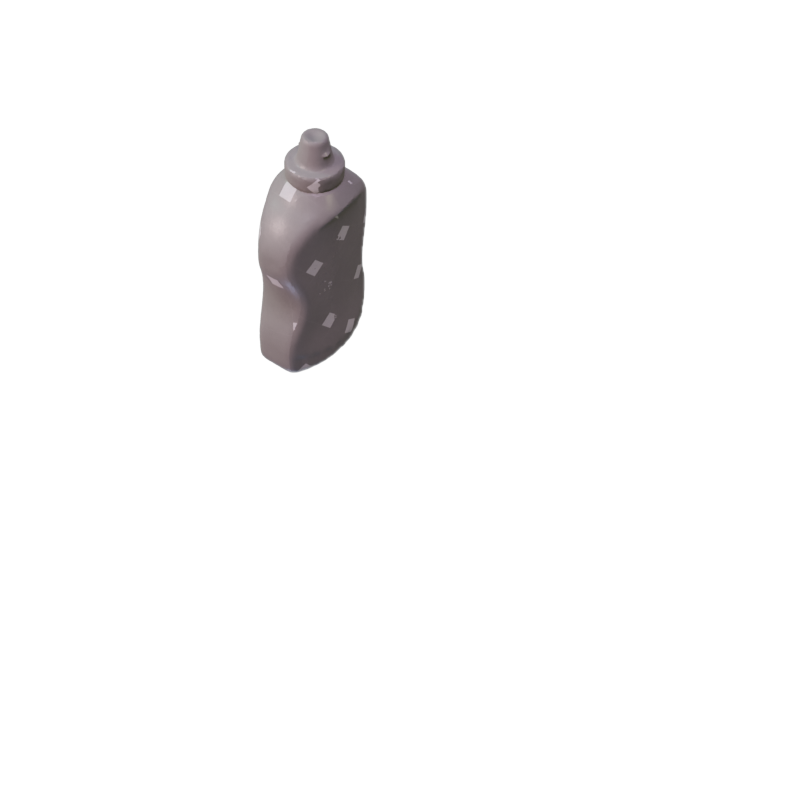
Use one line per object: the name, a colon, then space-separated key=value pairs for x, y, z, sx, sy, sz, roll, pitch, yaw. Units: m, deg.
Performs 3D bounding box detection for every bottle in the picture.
bottle: x=-0.062 y=-0.113 z=0.792 sx=0.061 sy=0.179 sz=0.098 roll=30 pitch=52 yaw=22
